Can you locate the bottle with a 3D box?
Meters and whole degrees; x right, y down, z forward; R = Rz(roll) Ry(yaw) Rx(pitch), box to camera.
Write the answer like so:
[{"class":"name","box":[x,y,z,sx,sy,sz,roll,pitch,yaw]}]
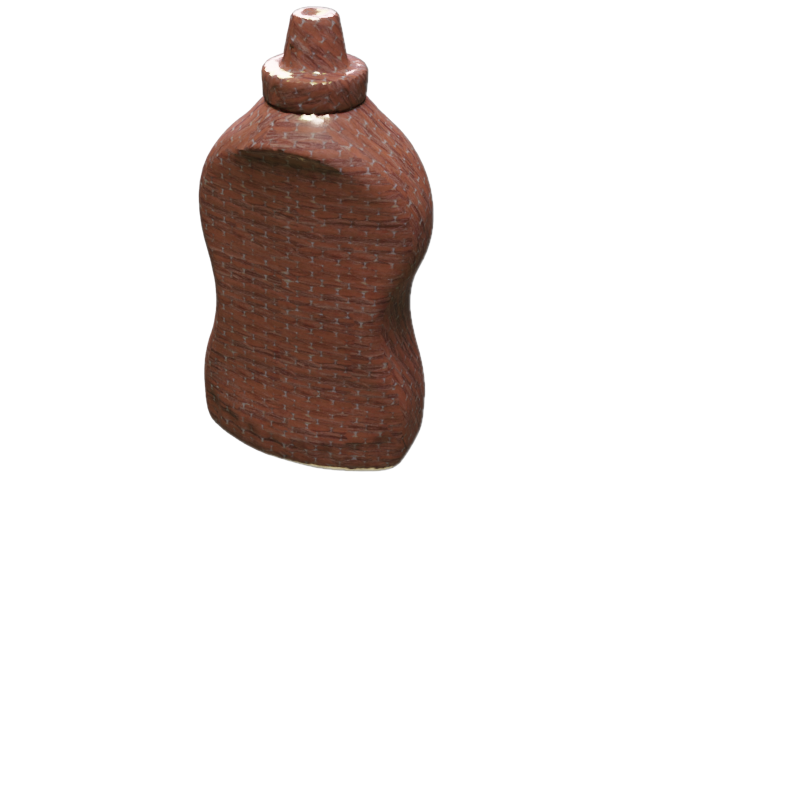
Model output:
[{"class":"bottle","box":[-0.035,-0.065,0.456,0.100,0.180,0.060,15,32,20]}]
